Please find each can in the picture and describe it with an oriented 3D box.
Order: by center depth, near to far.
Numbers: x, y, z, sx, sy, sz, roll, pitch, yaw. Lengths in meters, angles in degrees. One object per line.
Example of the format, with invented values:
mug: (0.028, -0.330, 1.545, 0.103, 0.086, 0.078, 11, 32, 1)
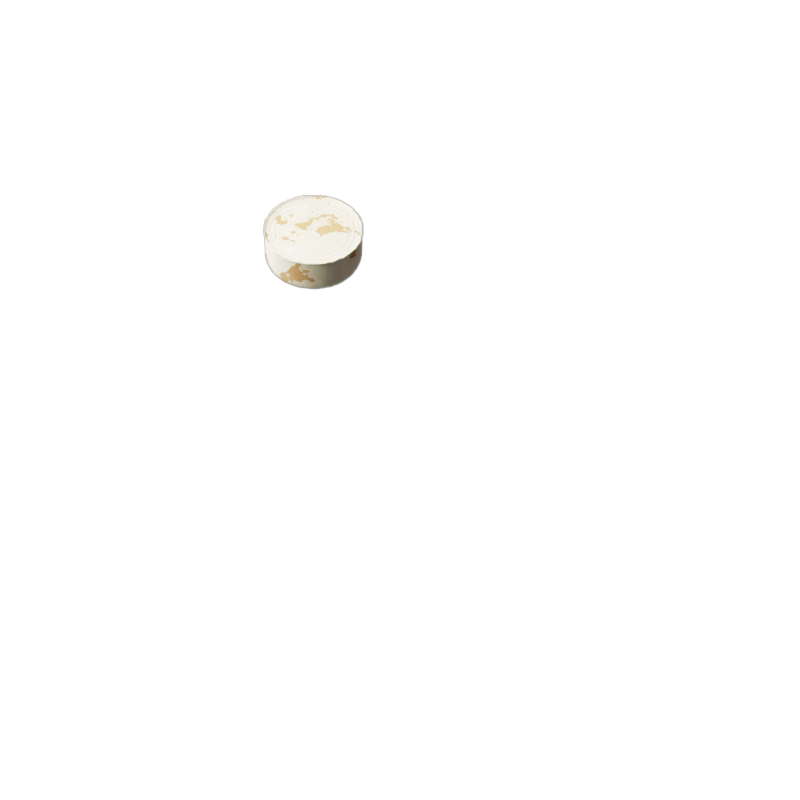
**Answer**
can: (-0.074, -0.136, 0.952, 0.086, 0.092, 0.031, -1, -42, -1)
